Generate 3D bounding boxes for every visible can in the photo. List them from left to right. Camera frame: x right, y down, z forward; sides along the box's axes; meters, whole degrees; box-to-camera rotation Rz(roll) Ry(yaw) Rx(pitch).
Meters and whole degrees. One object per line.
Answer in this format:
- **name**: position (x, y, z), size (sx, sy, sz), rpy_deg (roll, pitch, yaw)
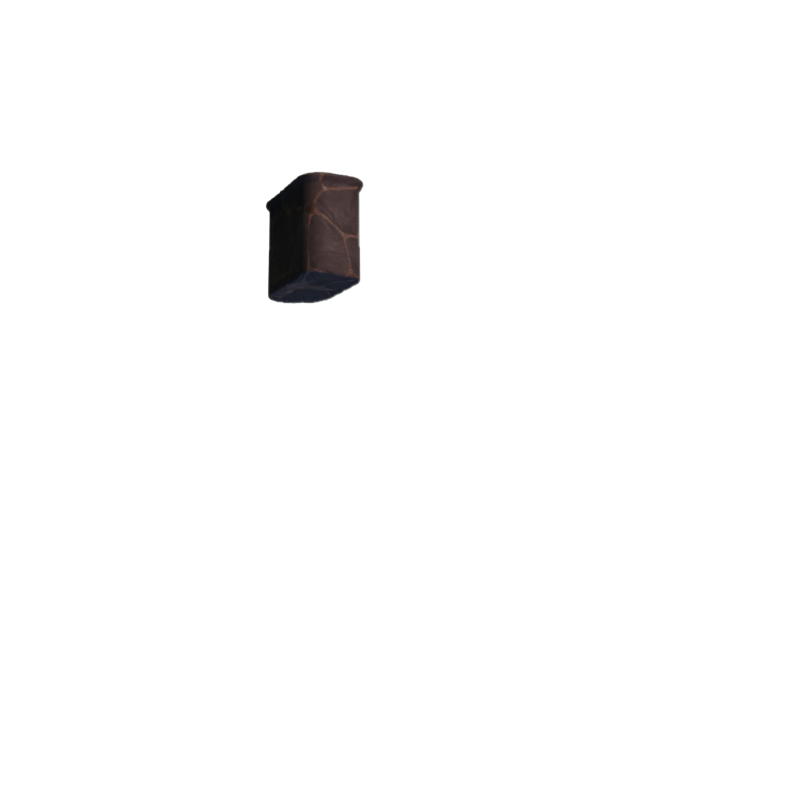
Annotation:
- **can**: position (-0.071, -0.130, 0.912), size (0.055, 0.087, 0.102), rpy_deg (7, -15, -27)
